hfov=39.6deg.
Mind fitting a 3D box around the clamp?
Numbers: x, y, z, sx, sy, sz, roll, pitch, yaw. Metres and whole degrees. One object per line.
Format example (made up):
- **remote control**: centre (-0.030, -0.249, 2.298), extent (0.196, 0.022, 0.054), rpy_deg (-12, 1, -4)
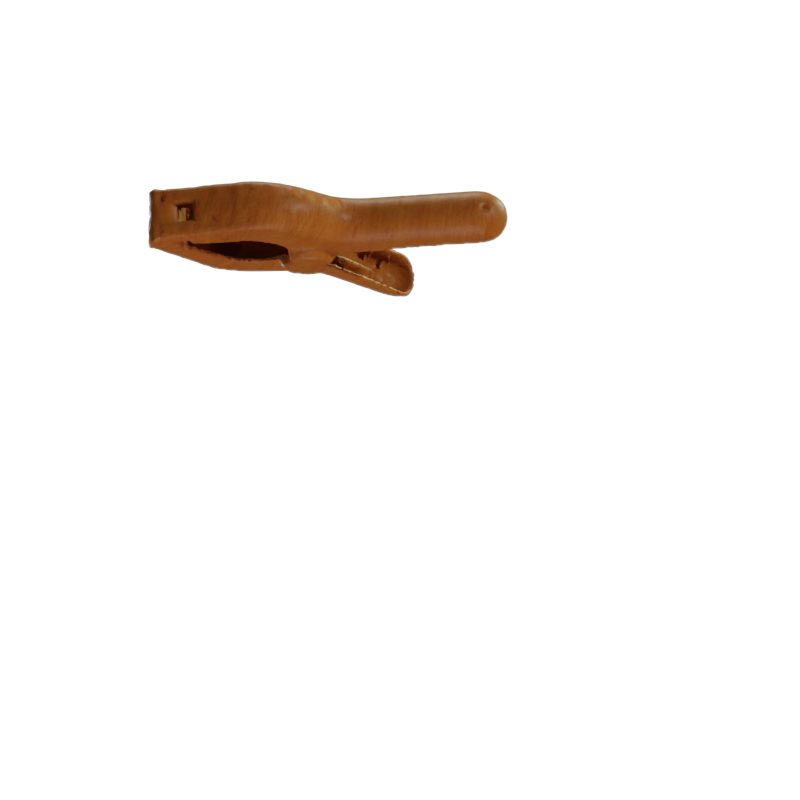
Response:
- **clamp**: centre (-0.045, -0.081, 0.569), extent (0.168, 0.041, 0.116), rpy_deg (4, -19, -12)
